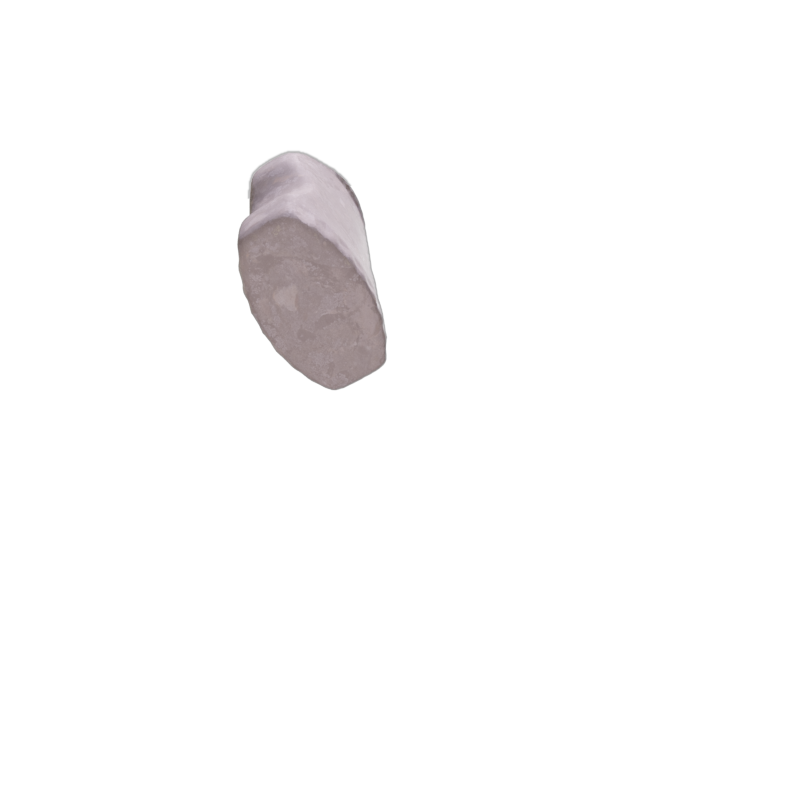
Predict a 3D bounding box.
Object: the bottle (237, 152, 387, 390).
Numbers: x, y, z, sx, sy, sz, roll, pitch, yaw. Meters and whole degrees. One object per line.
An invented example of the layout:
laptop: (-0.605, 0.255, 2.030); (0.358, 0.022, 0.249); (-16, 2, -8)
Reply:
bottle: (-0.049, -0.088, 0.619); (0.058, 0.091, 0.202); (-30, 24, 11)
